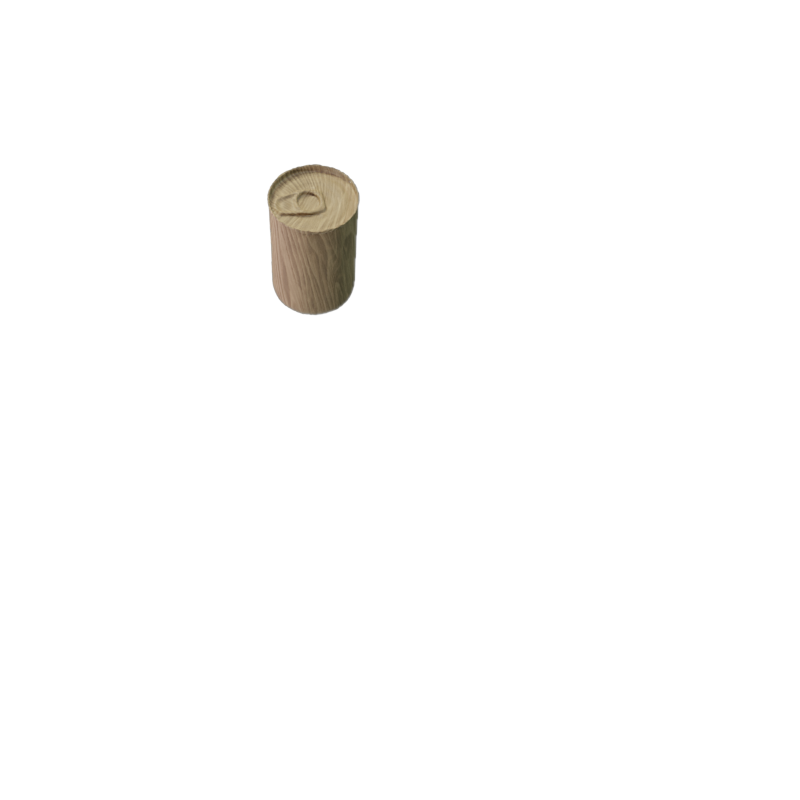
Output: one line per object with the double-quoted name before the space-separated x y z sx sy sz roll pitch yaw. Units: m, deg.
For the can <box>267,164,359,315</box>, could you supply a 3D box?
"can" -0.067 -0.121 0.850 0.068 0.073 0.095 0 -36 -3
